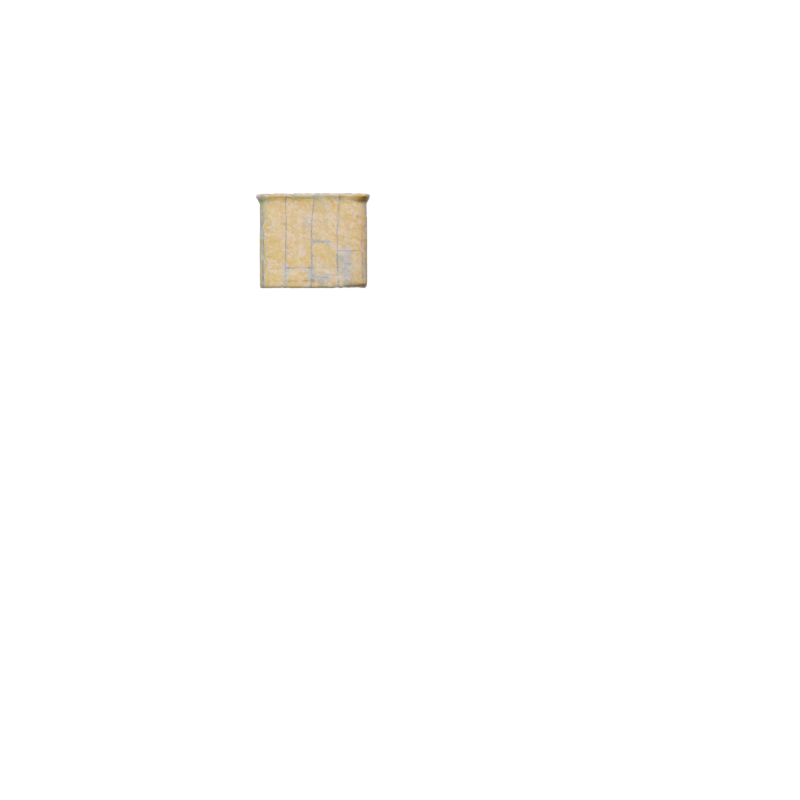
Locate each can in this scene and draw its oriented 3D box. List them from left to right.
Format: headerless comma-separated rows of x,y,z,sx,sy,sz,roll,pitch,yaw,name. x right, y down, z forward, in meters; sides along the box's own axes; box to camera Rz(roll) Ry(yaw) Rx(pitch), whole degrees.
-0.078,-0.143,1.000,0.102,0.084,0.057,0,0,0,can
